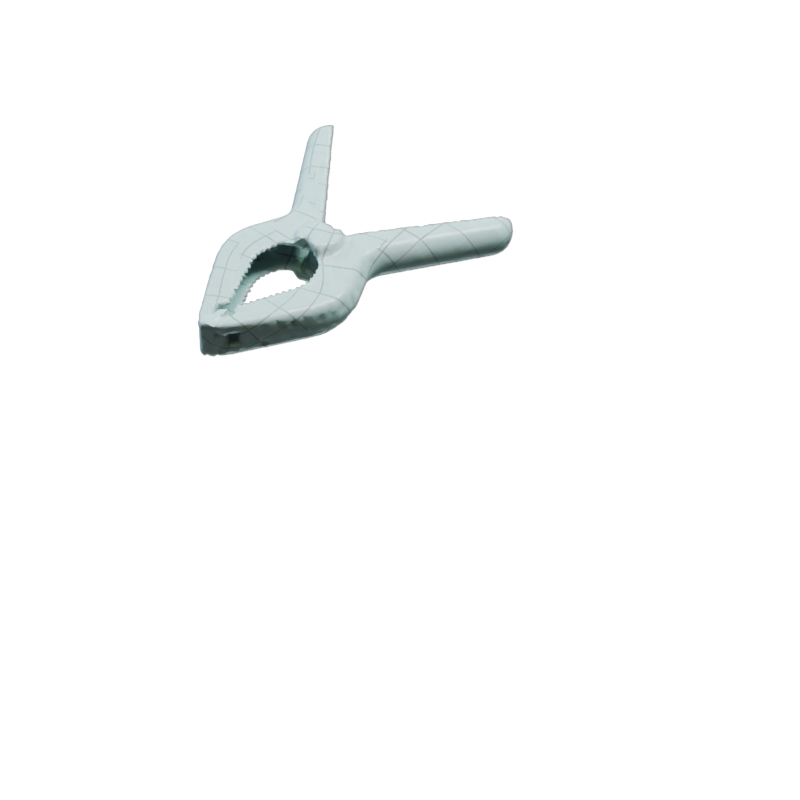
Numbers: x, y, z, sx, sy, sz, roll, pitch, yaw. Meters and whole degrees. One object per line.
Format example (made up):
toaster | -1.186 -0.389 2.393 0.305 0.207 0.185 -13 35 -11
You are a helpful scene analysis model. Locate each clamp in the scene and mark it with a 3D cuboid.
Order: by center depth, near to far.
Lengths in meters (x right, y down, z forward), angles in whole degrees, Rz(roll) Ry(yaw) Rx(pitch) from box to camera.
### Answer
clamp | -0.055 -0.101 0.704 0.211 0.034 0.176 -34 55 -29
